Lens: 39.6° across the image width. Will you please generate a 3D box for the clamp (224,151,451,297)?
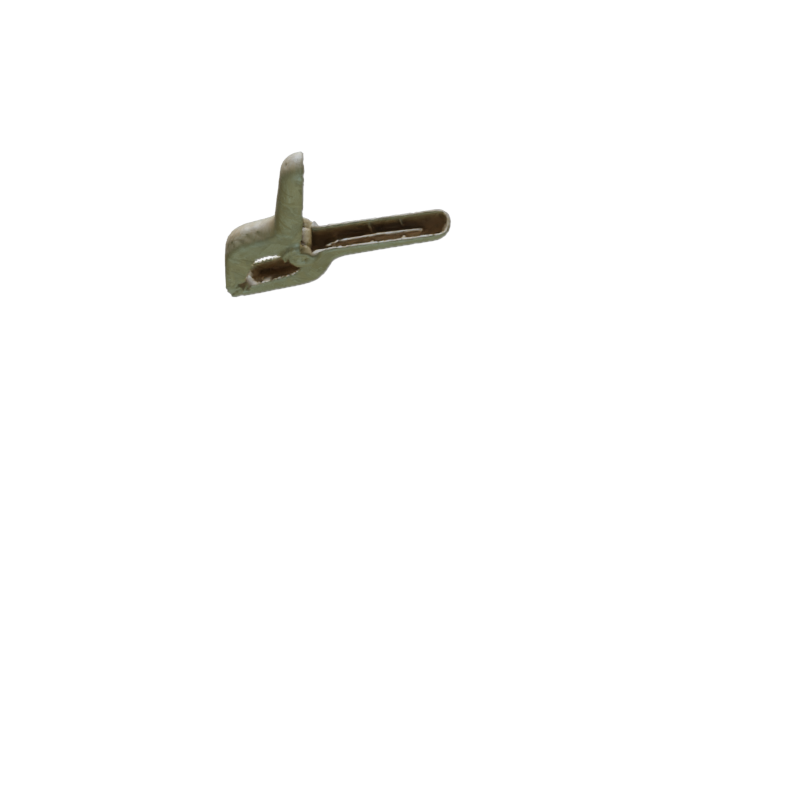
[{"bbox_3d":[-0.073,-0.133,0.930,0.157,0.038,0.209,14,-26,-32],"label":"clamp"}]
